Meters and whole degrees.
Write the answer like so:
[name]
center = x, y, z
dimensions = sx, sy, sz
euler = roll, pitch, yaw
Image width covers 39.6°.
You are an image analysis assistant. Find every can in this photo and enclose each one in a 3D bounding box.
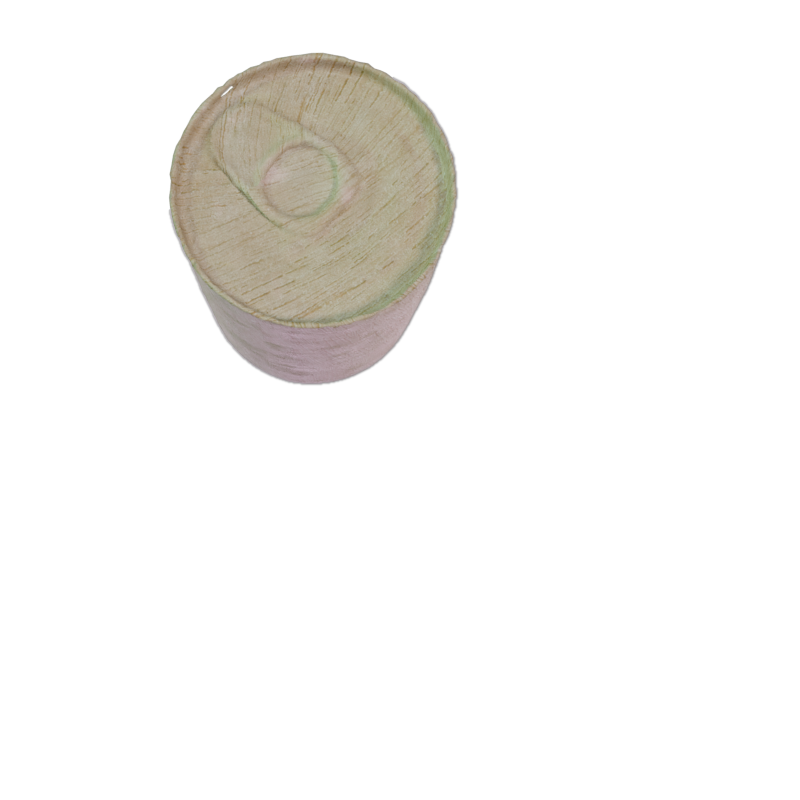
[can]
center = -0.024, -0.044, 0.308
dimensions = 0.068, 0.071, 0.099
euler = 0, -10, -3
